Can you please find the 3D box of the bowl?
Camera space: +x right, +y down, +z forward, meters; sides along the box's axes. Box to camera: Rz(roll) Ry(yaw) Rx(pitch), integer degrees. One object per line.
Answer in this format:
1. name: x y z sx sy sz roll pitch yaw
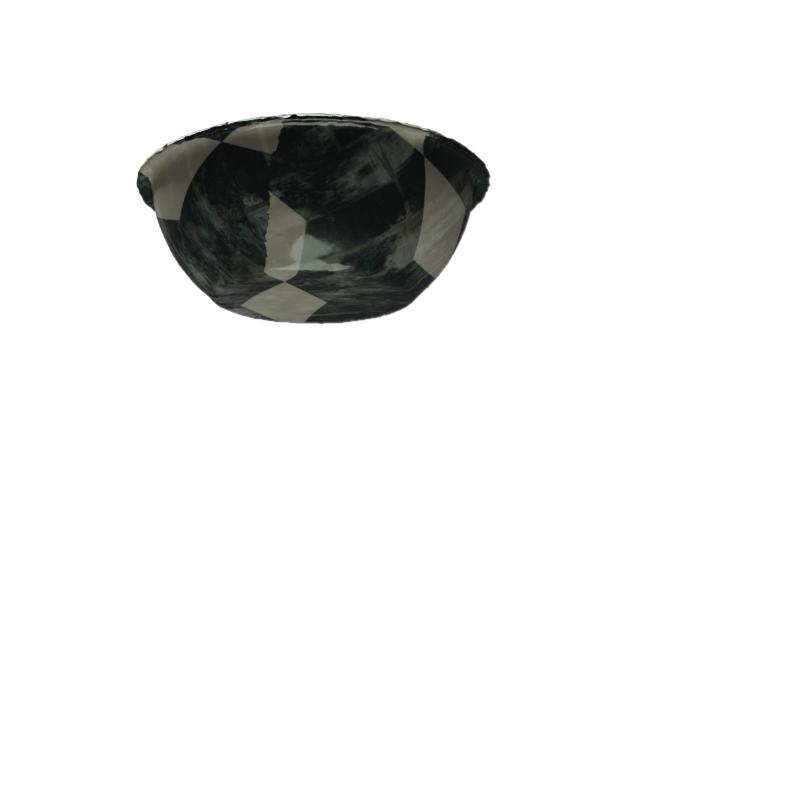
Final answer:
1. bowl: -0.039 -0.072 0.503 0.162 0.057 0.157 0 -11 -2
